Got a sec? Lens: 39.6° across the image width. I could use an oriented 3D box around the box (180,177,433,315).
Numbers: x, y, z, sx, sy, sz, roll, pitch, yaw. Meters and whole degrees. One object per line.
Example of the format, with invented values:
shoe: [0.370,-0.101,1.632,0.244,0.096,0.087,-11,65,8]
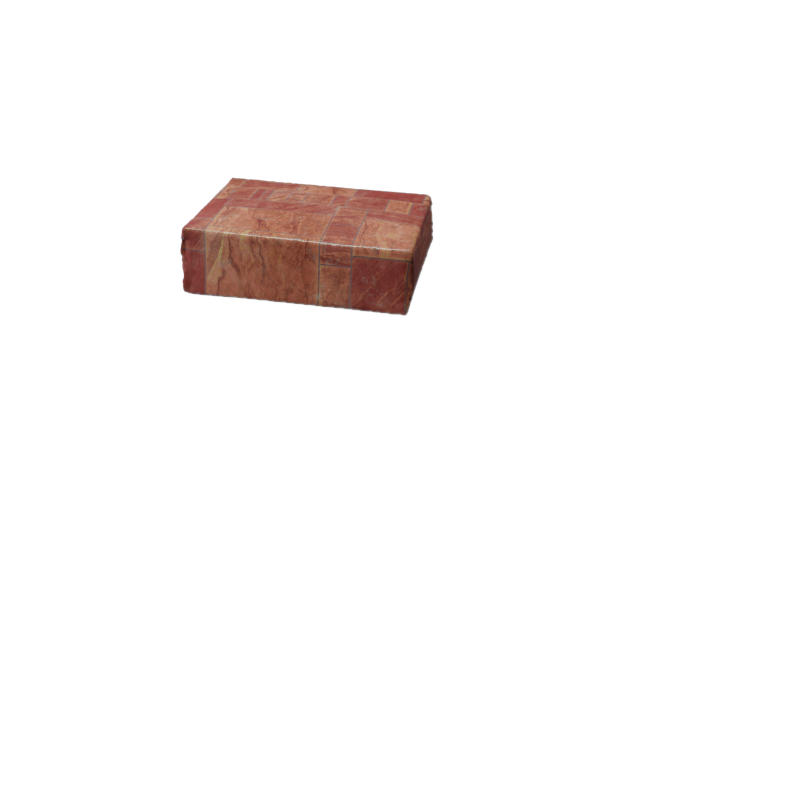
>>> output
box: [-0.044,-0.080,0.559,0.115,0.037,0.093,4,25,9]
